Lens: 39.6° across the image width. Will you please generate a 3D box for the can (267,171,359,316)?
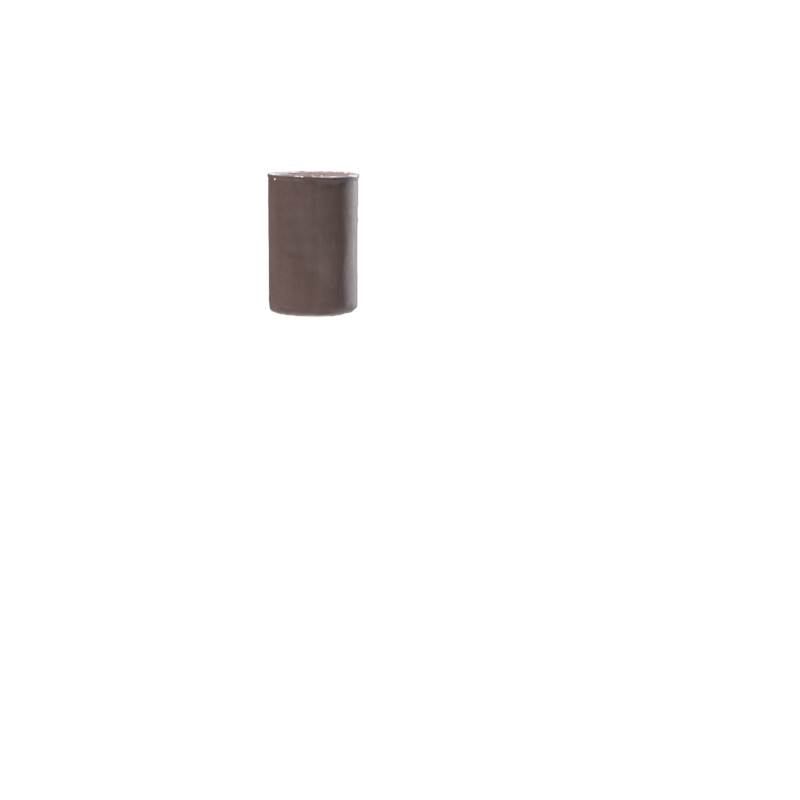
[{"bbox_3d":[-0.064,-0.118,0.824,0.068,0.100,0.070,0,9,-2],"label":"can"}]
